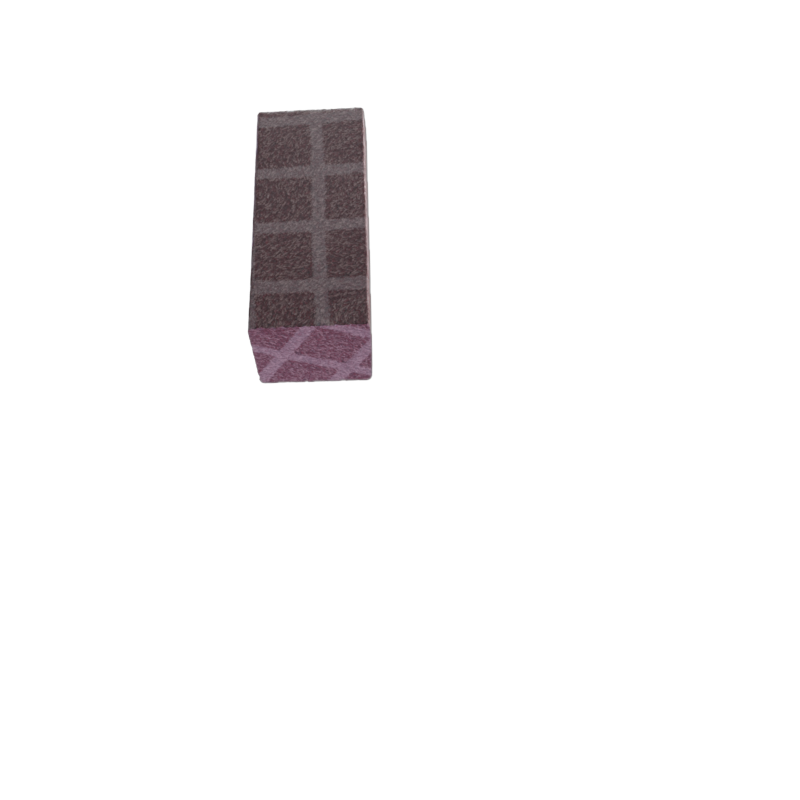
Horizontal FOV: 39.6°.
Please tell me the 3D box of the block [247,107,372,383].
[{"bbox_3d":[-0.069,-0.127,0.890,0.091,0.220,0.084,-3,-31,1],"label":"block"}]
